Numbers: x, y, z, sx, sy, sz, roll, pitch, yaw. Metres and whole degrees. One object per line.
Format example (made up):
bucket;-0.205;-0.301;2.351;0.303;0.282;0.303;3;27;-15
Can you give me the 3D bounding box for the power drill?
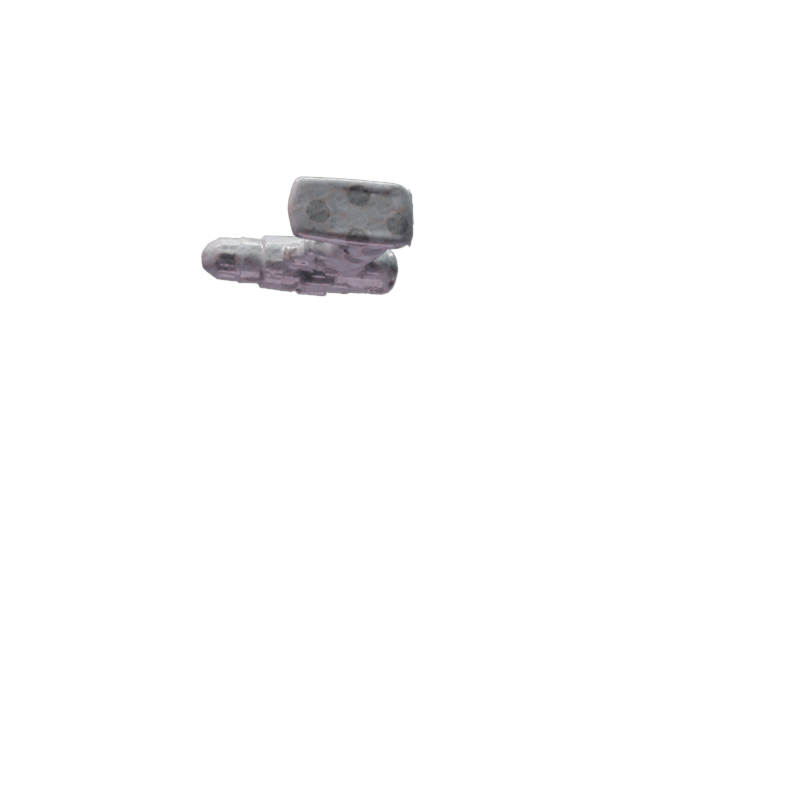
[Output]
power drill;-0.076;-0.139;0.974;0.181;0.059;0.185;2;-10;-13
